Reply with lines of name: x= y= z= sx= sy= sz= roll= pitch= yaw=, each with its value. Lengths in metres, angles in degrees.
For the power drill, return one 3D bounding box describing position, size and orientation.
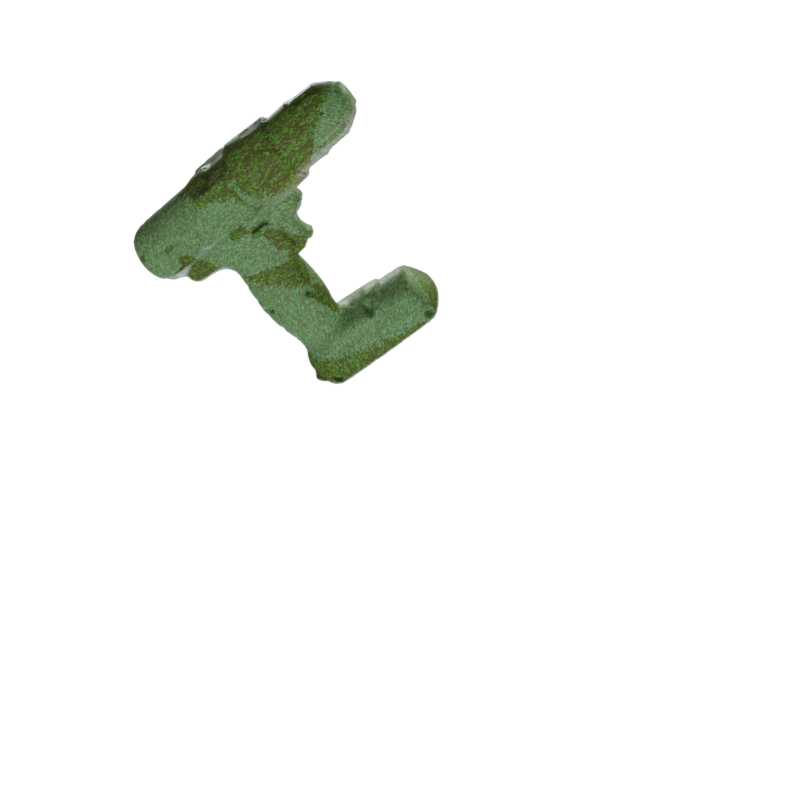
power drill: x=-0.060 y=-0.109 z=0.761 sx=0.183 sy=0.177 sz=0.061 roll=-36 pitch=28 yaw=22
